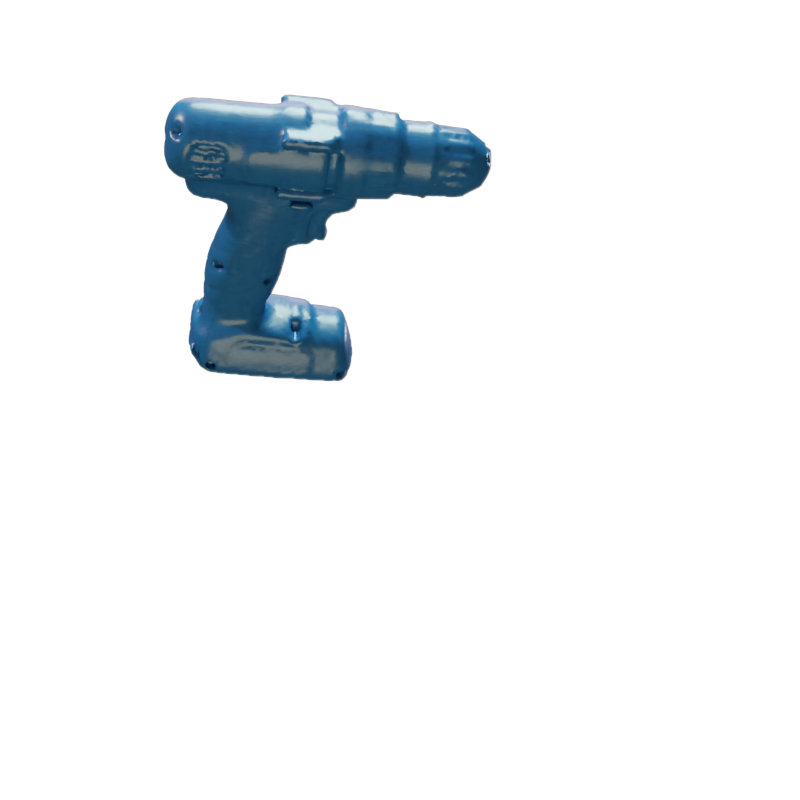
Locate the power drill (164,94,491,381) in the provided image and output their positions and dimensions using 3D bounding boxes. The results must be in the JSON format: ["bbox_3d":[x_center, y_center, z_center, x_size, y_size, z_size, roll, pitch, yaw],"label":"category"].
[{"bbox_3d":[-0.052,-0.095,0.665,0.183,0.176,0.062,7,41,-6],"label":"power drill"}]
